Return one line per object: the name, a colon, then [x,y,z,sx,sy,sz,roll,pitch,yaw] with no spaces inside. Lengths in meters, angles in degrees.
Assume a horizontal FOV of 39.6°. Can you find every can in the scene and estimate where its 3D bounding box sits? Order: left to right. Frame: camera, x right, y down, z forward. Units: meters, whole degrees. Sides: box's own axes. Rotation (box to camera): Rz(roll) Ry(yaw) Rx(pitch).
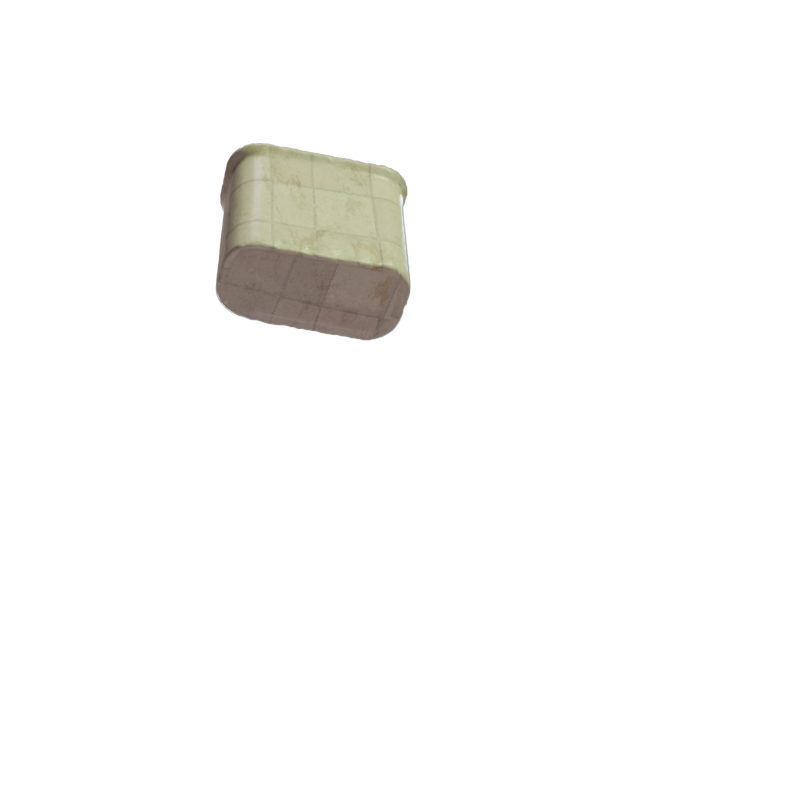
can: [-0.046,-0.084,0.586,0.100,0.054,0.090,9,42,-10]
